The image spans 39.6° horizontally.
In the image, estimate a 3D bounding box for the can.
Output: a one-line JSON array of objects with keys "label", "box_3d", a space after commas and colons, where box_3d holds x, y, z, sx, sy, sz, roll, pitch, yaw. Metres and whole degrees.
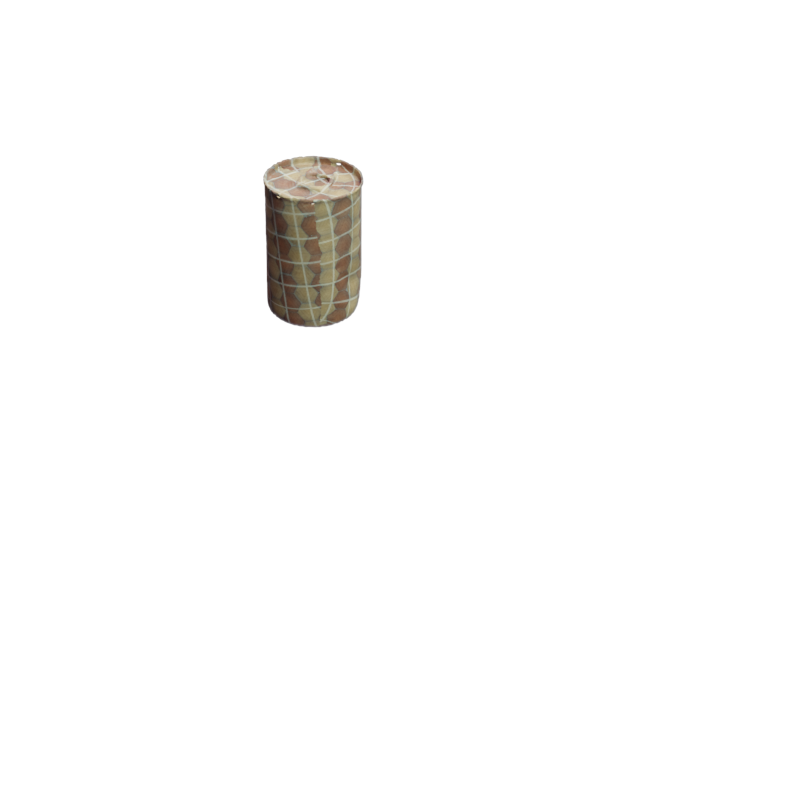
[{"label": "can", "box_3d": [-0.061, -0.111, 0.777, 0.068, 0.096, 0.073, 0, 33, -3]}]
